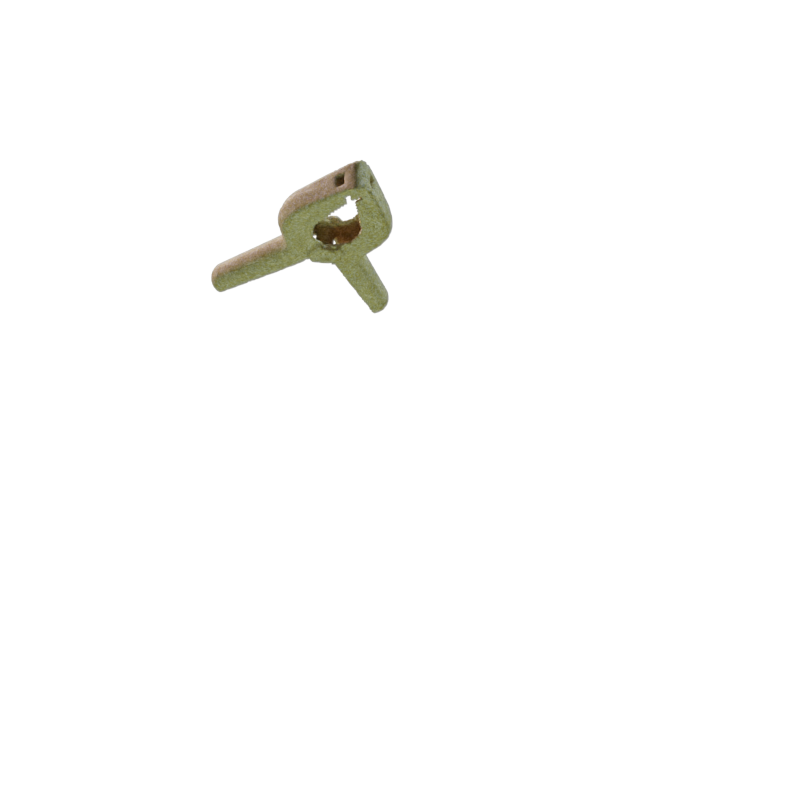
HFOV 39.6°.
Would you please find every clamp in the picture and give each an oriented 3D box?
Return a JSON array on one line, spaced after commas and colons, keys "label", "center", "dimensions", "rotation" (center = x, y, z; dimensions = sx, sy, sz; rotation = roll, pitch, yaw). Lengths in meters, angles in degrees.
[{"label": "clamp", "center": [-0.074, -0.134, 0.941], "dimensions": [0.162, 0.039, 0.200], "rotation": [4, -25, -9]}]
